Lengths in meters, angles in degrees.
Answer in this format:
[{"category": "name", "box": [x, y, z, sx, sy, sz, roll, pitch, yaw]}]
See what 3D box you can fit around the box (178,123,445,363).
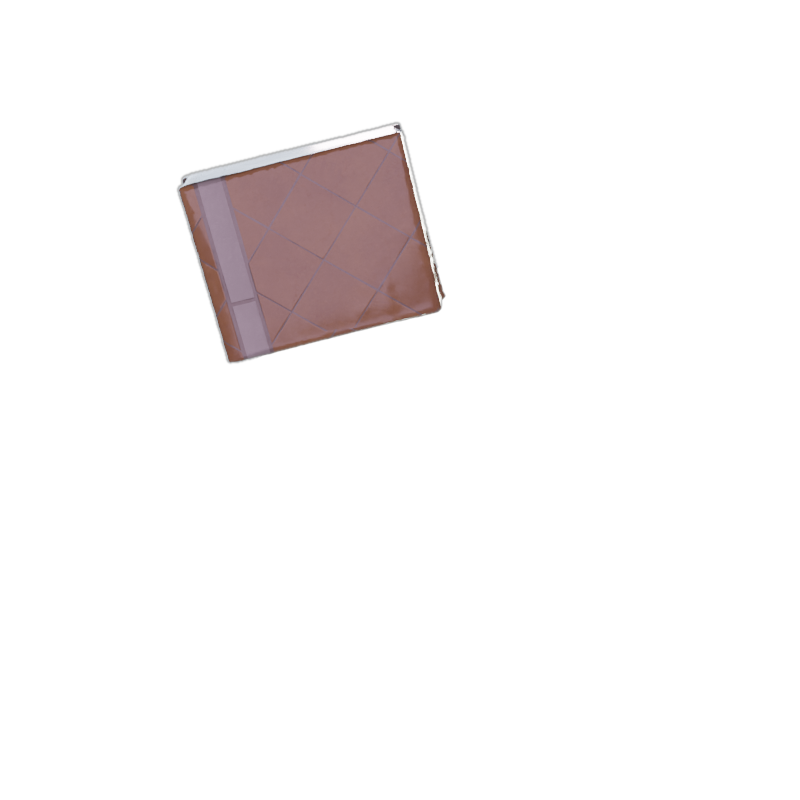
[{"category": "box", "box": [-0.034, -0.062, 0.434, 0.089, 0.070, 0.031, -14, 15, 3]}]
